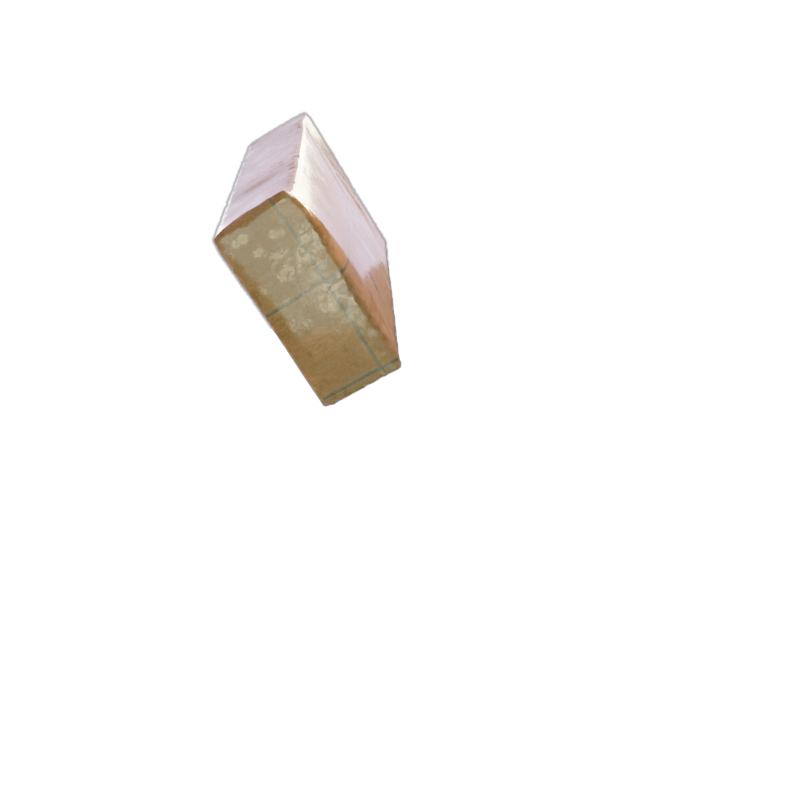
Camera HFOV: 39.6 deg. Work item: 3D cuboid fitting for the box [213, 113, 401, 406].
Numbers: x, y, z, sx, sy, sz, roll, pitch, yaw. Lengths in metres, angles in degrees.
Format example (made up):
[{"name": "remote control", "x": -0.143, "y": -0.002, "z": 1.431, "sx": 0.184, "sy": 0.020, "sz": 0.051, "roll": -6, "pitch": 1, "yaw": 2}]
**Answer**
[{"name": "box", "x": -0.043, "y": -0.078, "z": 0.547, "sx": 0.048, "sy": 0.089, "sz": 0.184, "roll": -30, "pitch": 20, "yaw": 8}]
